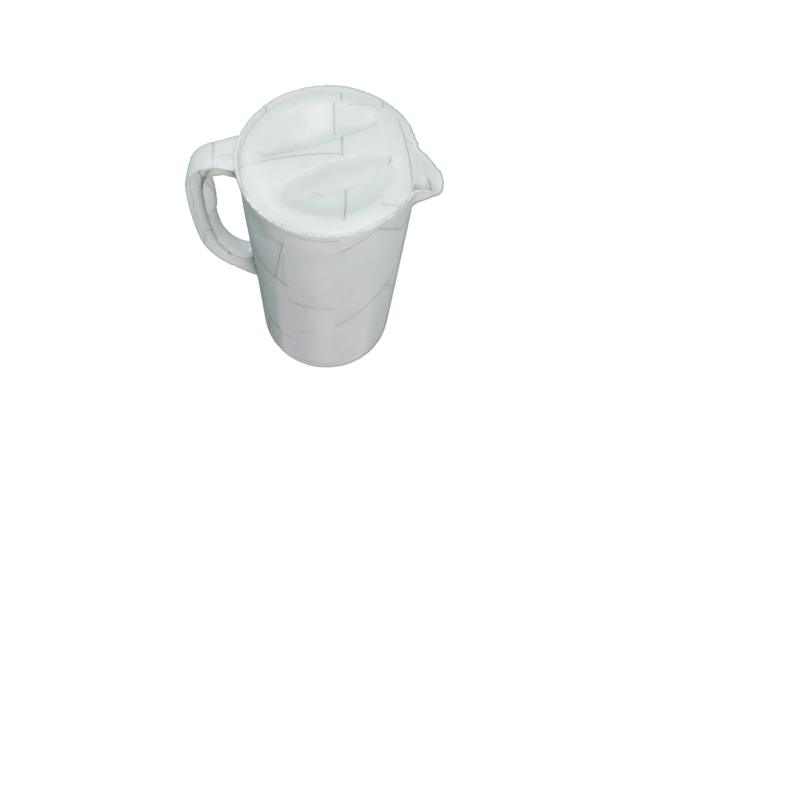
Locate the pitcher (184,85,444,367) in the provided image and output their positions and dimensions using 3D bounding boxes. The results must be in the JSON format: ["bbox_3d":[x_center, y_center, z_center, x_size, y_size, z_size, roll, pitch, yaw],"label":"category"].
[{"bbox_3d":[-0.069,-0.125,0.878,0.146,0.158,0.229,-36,-20,-19],"label":"pitcher"}]
